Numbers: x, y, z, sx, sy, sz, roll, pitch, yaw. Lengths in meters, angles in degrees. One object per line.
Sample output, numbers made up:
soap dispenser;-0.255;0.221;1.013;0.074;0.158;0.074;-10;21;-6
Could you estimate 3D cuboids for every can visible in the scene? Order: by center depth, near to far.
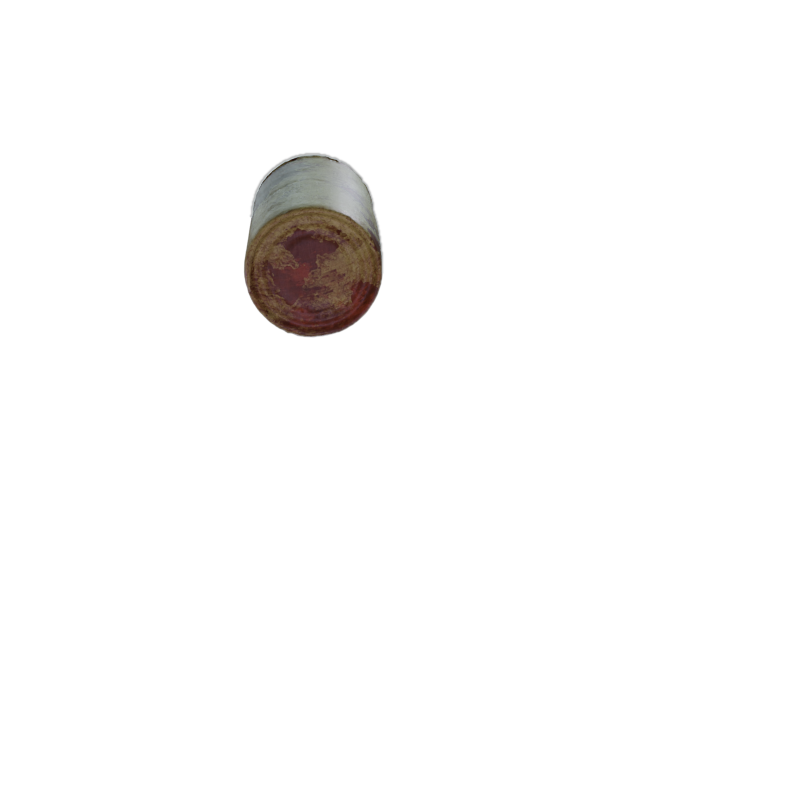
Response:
can;-0.045;-0.082;0.571;0.068;0.065;0.107;0;23;-3
